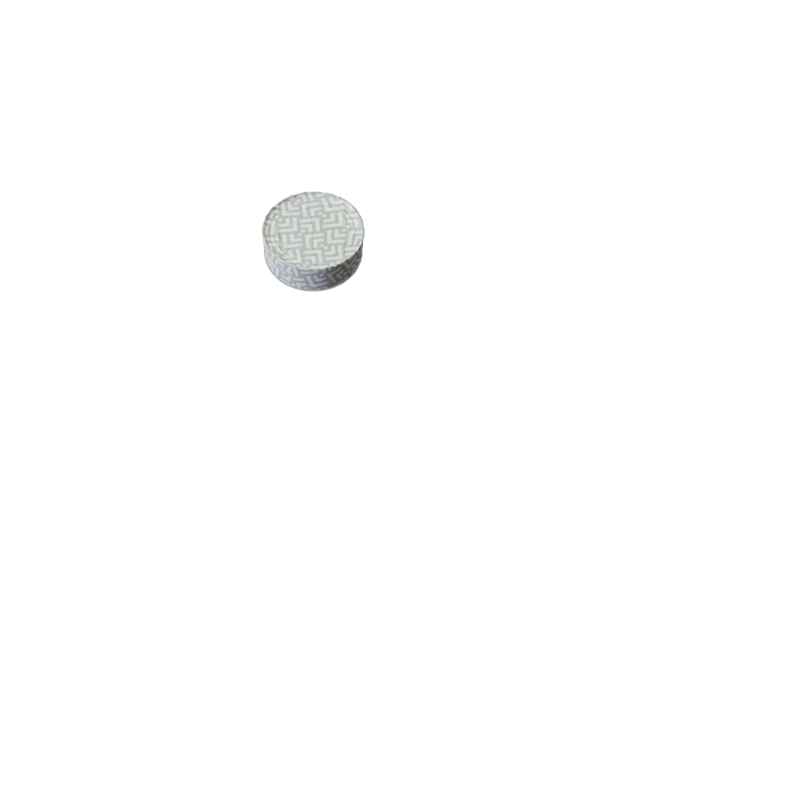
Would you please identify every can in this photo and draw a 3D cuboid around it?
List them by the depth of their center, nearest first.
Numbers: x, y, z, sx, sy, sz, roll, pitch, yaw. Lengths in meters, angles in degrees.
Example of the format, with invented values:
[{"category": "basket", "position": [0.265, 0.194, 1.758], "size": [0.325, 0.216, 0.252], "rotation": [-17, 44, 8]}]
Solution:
[{"category": "can", "position": [-0.073, -0.134, 0.938], "size": [0.086, 0.092, 0.031], "rotation": [-1, -37, -1]}]
